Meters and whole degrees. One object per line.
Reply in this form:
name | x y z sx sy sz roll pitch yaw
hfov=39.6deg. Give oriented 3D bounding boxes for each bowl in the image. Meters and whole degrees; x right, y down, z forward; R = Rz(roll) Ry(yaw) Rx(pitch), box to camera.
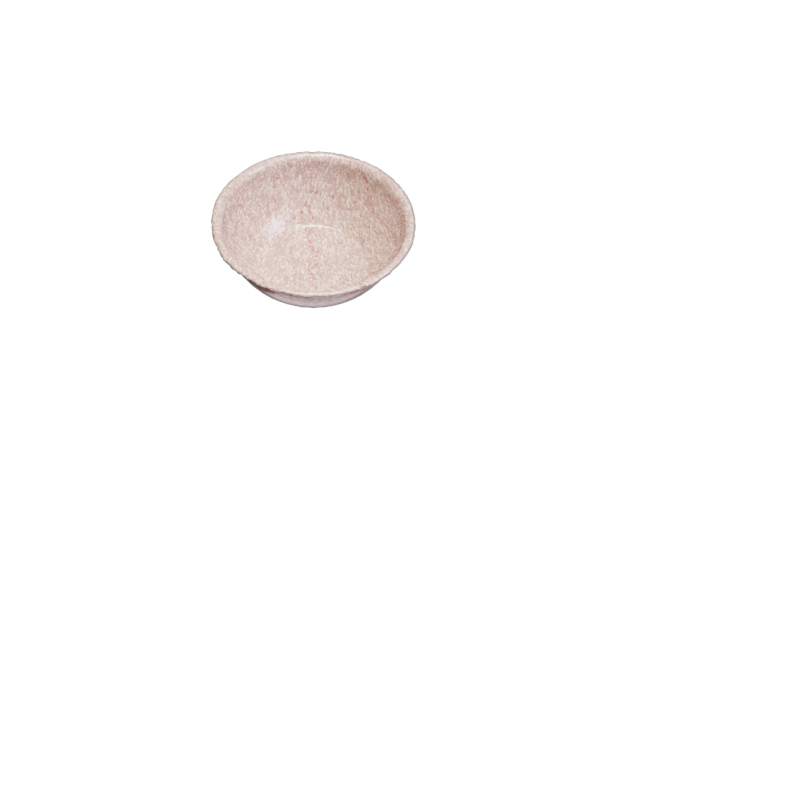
bowl | -0.070 -0.127 0.891 0.162 0.174 0.051 -1 -40 -1
